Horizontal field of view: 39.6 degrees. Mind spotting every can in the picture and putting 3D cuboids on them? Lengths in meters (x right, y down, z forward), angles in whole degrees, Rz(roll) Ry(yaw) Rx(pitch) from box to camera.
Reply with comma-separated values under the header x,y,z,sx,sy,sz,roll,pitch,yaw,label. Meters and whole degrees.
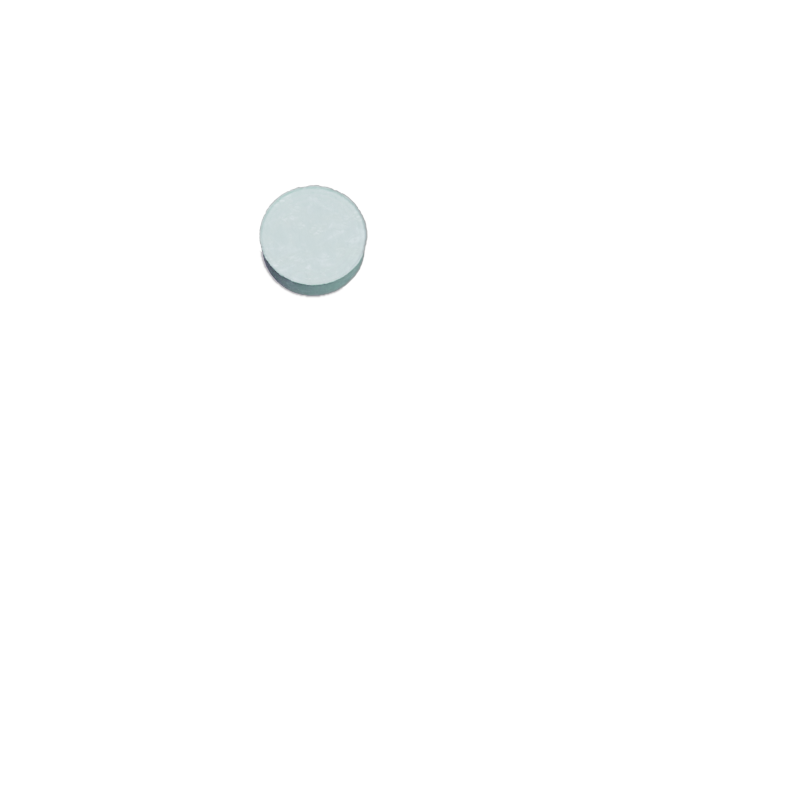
x,y,z,sx,sy,sz,roll,pitch,yaw,label
-0.070,-0.128,0.895,0.086,0.090,0.032,-1,-20,-1,can
